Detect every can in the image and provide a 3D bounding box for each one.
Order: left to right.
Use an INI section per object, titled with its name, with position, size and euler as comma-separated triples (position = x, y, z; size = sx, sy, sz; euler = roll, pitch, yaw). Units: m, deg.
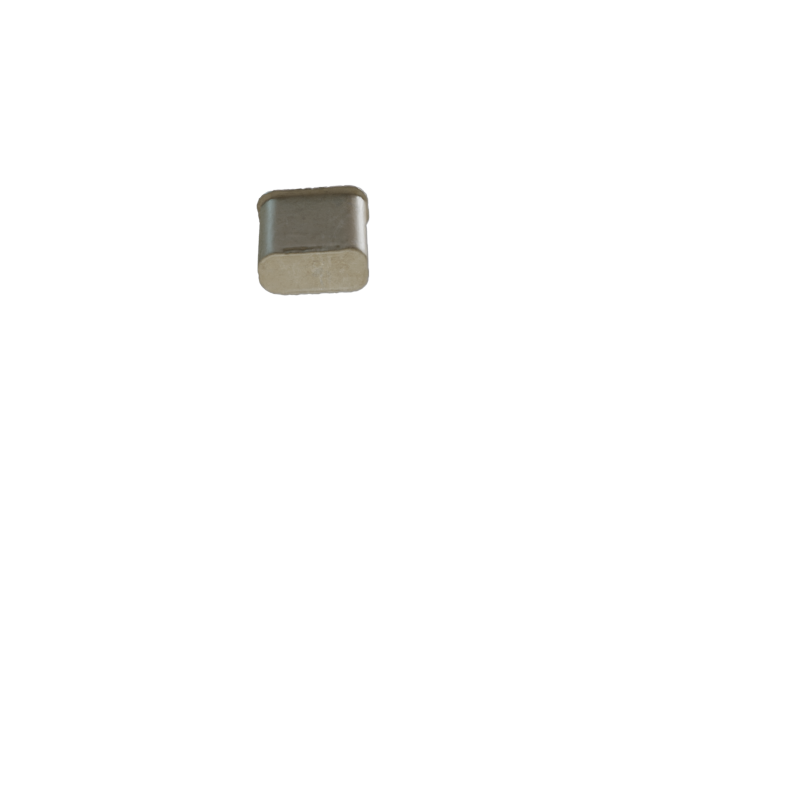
[can]
position = -0.077, -0.141, 0.985
size = 0.102, 0.090, 0.053
euler = -3, -43, 2
